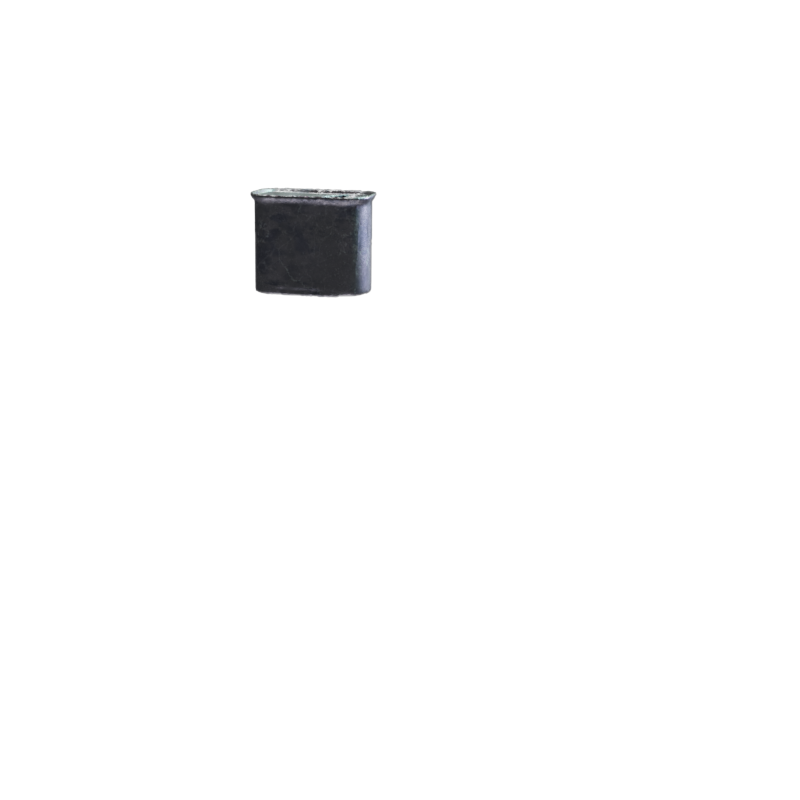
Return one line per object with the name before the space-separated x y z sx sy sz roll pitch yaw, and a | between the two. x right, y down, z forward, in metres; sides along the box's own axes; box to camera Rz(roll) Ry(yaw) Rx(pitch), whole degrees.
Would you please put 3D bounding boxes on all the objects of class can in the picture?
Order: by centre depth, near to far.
can | -0.072 -0.132 0.926 0.104 0.082 0.058 4 12 14
